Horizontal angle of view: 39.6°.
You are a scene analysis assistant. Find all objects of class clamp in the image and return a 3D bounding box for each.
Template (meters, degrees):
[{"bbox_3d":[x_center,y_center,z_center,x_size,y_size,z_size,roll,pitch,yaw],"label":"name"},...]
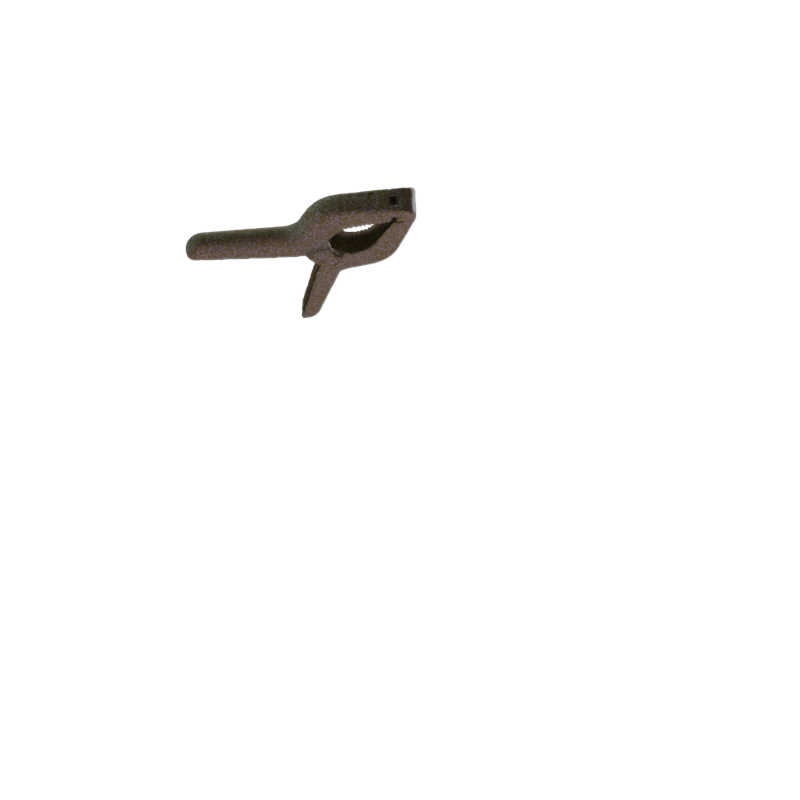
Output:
[{"bbox_3d":[-0.077,-0.141,0.988,0.155,0.039,0.210,22,-33,-38],"label":"clamp"}]
